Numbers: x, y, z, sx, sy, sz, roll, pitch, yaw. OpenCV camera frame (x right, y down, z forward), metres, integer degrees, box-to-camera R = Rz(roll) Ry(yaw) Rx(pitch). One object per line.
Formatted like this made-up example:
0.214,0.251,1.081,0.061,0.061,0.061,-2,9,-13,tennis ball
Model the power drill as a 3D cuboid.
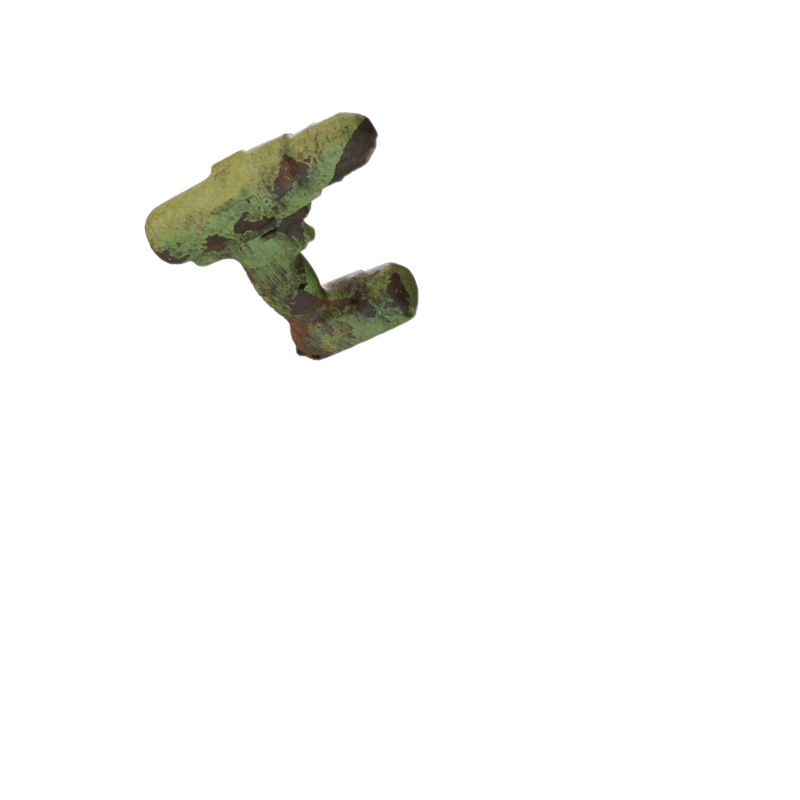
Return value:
-0.063,-0.116,0.809,0.185,0.062,0.174,-22,-45,24,power drill
